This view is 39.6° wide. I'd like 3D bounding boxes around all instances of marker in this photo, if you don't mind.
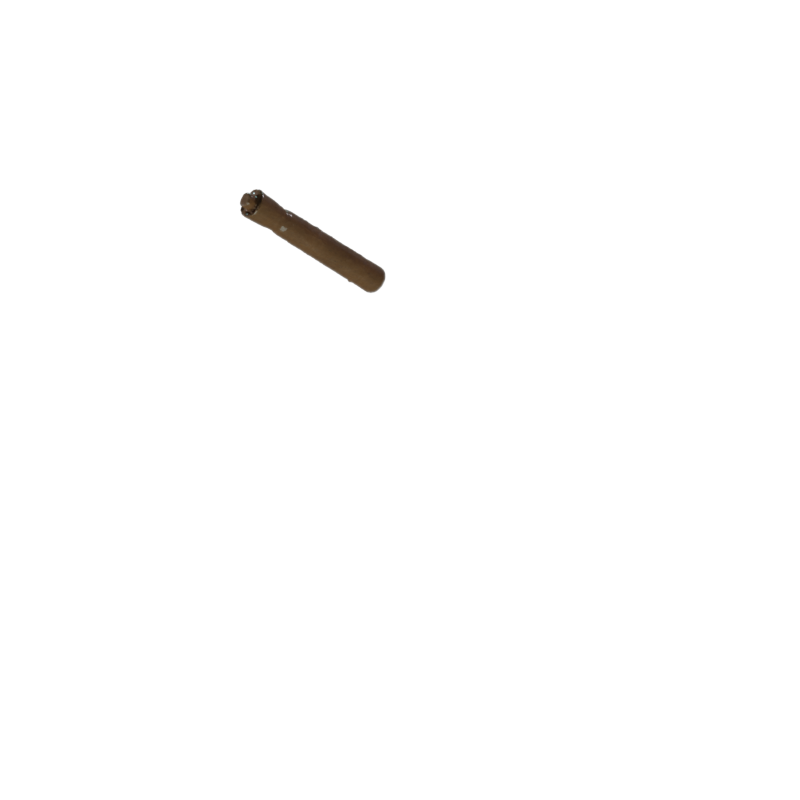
[{"bbox_3d":[-0.054,-0.099,0.695,0.021,0.020,0.113,4,-18,47],"label":"marker"}]
